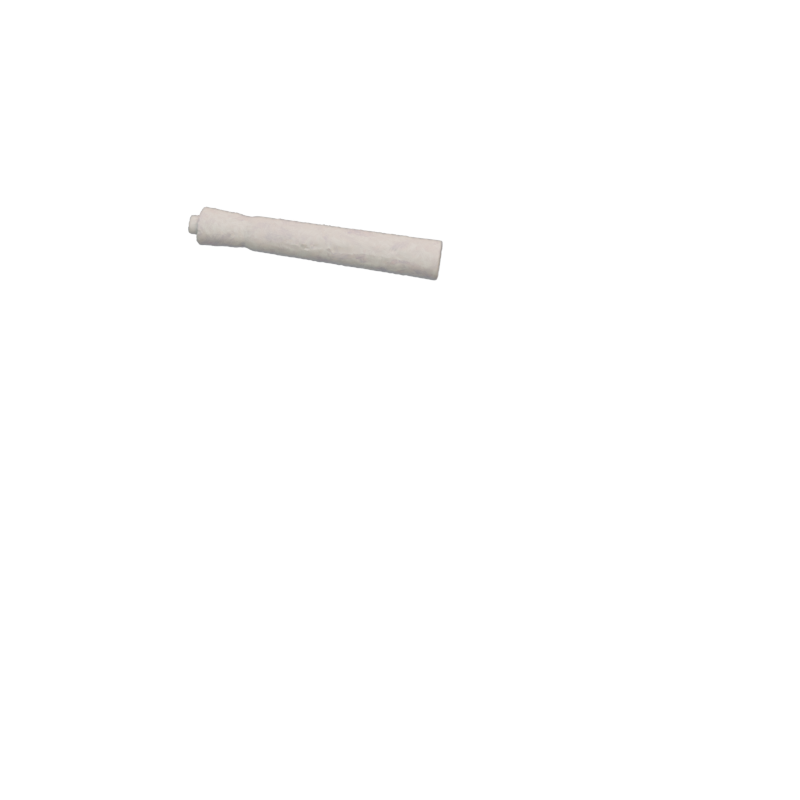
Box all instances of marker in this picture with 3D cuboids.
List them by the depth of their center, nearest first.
[{"bbox_3d":[-0.041,-0.075,0.526,0.123,0.020,0.020,10,5,8],"label":"marker"}]
